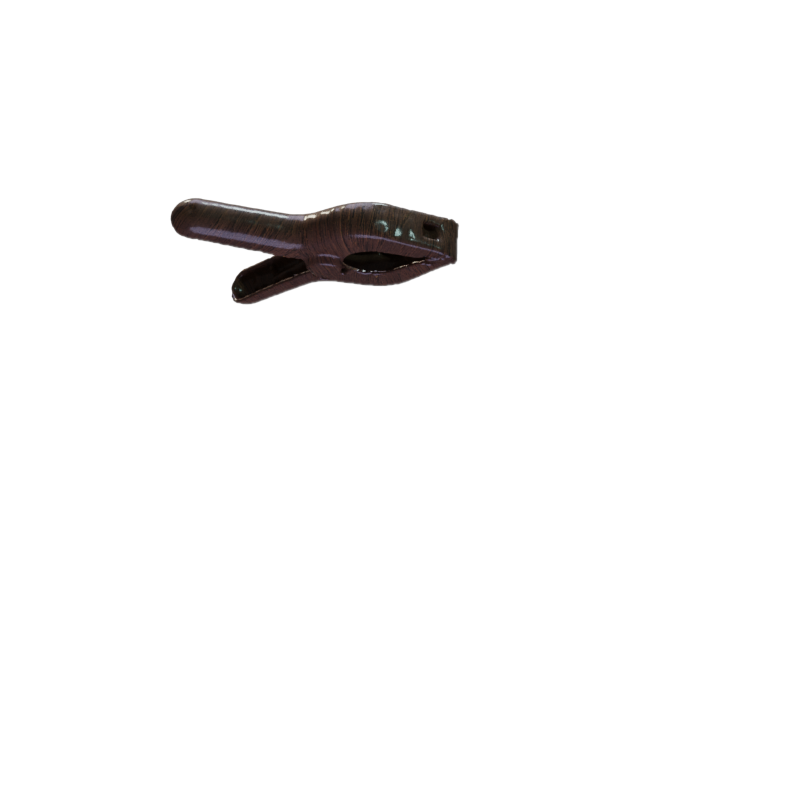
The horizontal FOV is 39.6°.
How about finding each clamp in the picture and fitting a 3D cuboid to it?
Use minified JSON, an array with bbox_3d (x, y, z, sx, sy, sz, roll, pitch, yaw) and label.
[{"bbox_3d":[-0.054,-0.098,0.685,0.175,0.041,0.113,-7,-17,22],"label":"clamp"}]
